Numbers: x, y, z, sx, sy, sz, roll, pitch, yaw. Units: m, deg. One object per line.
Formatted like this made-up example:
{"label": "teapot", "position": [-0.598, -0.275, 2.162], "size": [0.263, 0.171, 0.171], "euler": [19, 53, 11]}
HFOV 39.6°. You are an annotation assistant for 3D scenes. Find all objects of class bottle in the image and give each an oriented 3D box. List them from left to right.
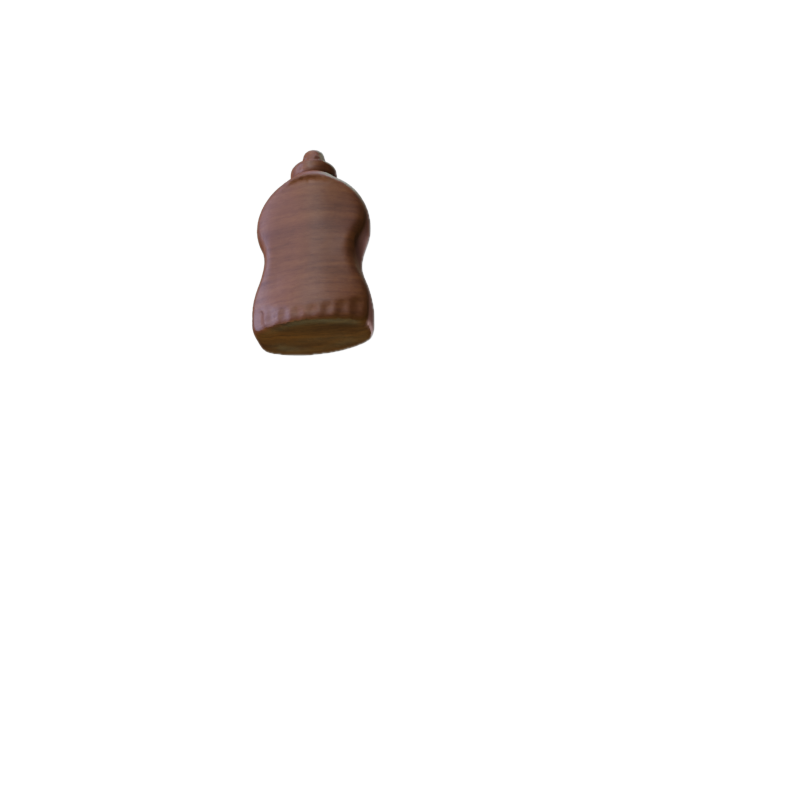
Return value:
{"label": "bottle", "position": [-0.073, -0.133, 0.934], "size": [0.097, 0.205, 0.054], "euler": [-9, -34, 11]}
